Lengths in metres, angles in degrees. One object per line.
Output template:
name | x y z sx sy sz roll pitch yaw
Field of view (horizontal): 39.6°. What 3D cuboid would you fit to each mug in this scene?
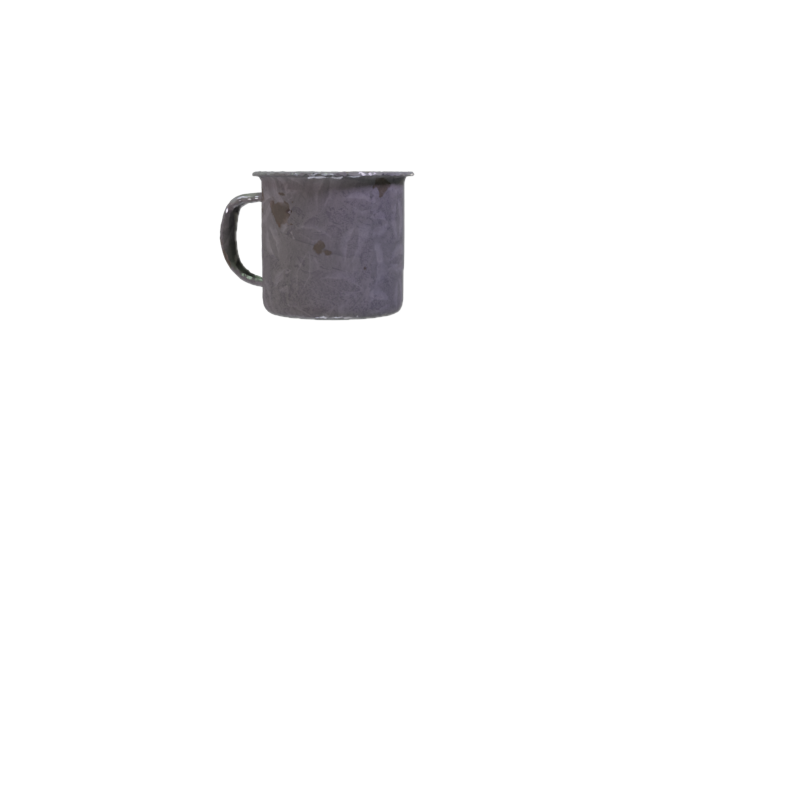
mug | -0.050 -0.092 0.641 0.120 0.080 0.092 3 9 17
